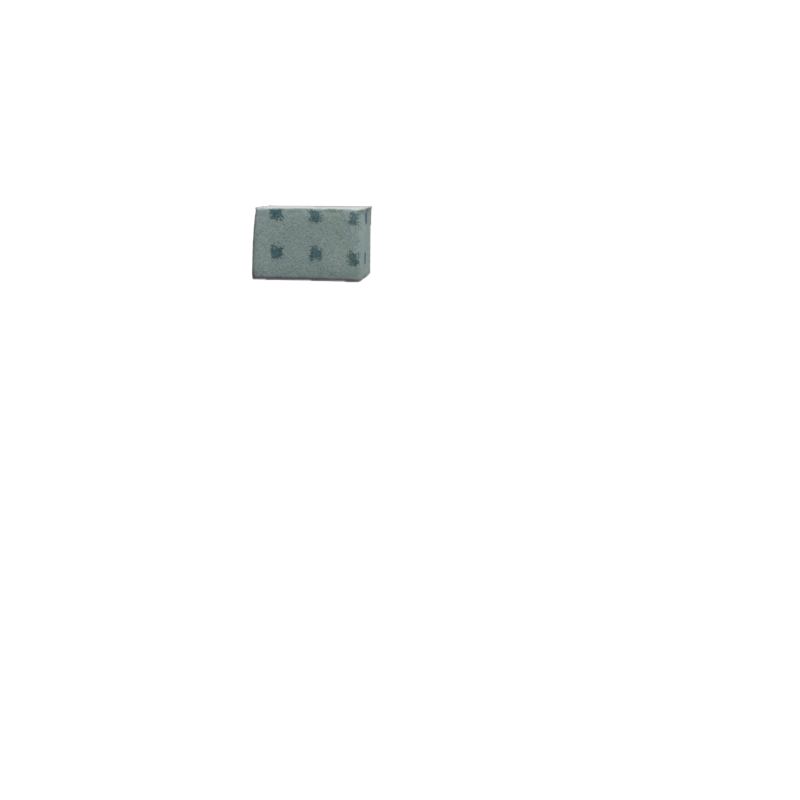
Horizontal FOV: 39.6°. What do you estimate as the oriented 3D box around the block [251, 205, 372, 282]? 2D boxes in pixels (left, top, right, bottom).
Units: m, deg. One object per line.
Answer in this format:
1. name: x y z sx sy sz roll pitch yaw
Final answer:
1. block: -0.062 -0.113 0.789 0.079 0.050 0.053 2 9 9
